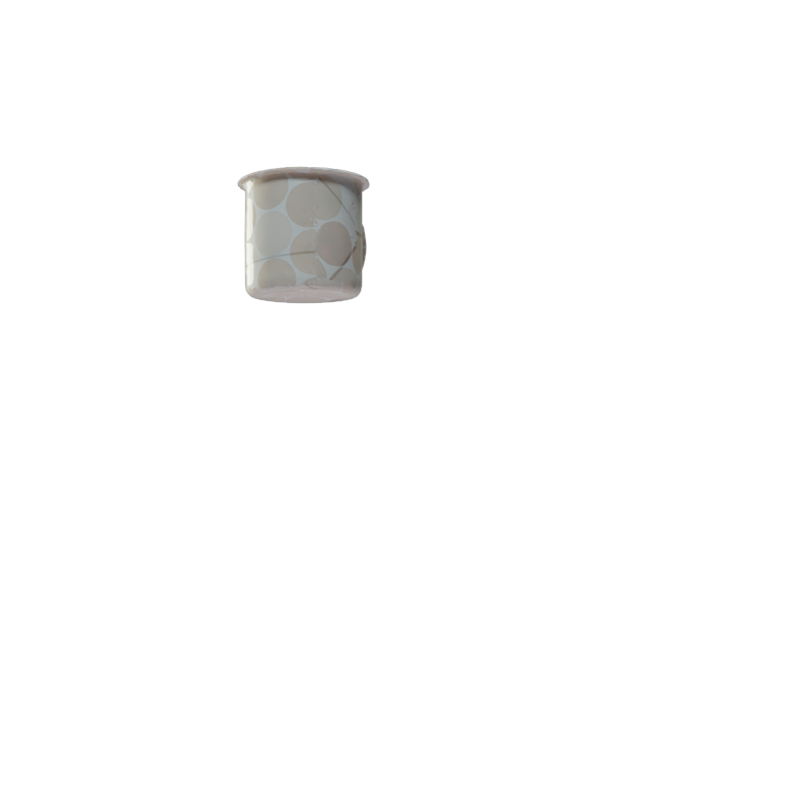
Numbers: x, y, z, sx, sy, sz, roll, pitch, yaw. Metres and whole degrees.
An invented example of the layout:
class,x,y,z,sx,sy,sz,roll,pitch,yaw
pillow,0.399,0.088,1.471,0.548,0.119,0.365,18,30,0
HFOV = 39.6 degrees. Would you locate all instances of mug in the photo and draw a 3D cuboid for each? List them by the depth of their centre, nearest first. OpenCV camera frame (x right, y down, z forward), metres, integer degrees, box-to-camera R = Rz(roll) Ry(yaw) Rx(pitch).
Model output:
class,x,y,z,sx,sy,sz,roll,pitch,yaw
mug,-0.061,-0.112,0.784,0.096,0.083,0.112,-4,-7,32
